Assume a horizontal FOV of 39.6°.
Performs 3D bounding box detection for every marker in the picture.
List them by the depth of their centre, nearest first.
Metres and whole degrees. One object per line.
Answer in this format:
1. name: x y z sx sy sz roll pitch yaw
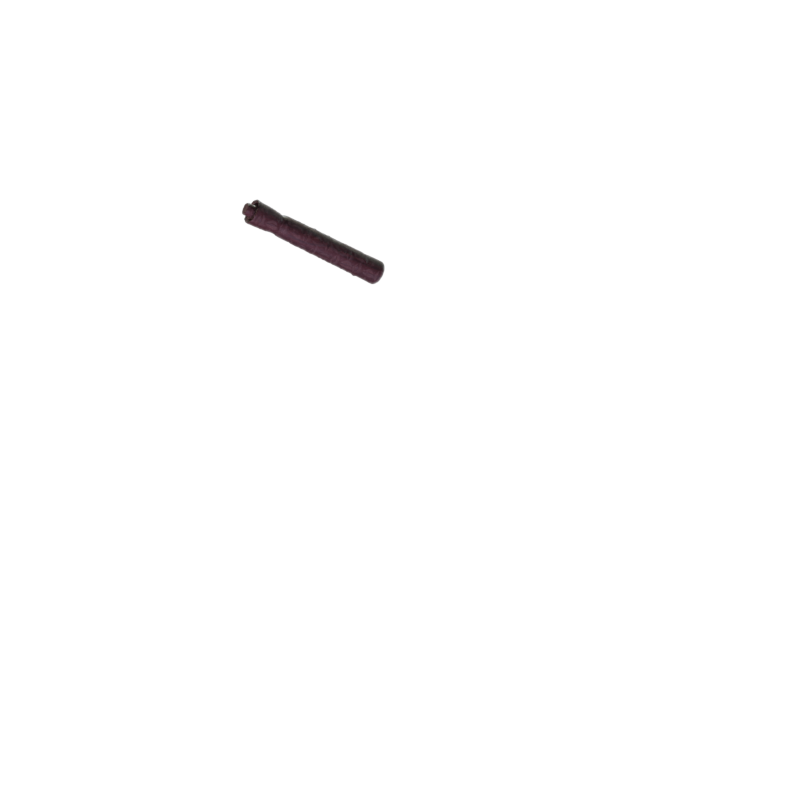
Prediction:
1. marker: -0.064 -0.116 0.815 0.115 0.020 0.020 23 -8 -28
